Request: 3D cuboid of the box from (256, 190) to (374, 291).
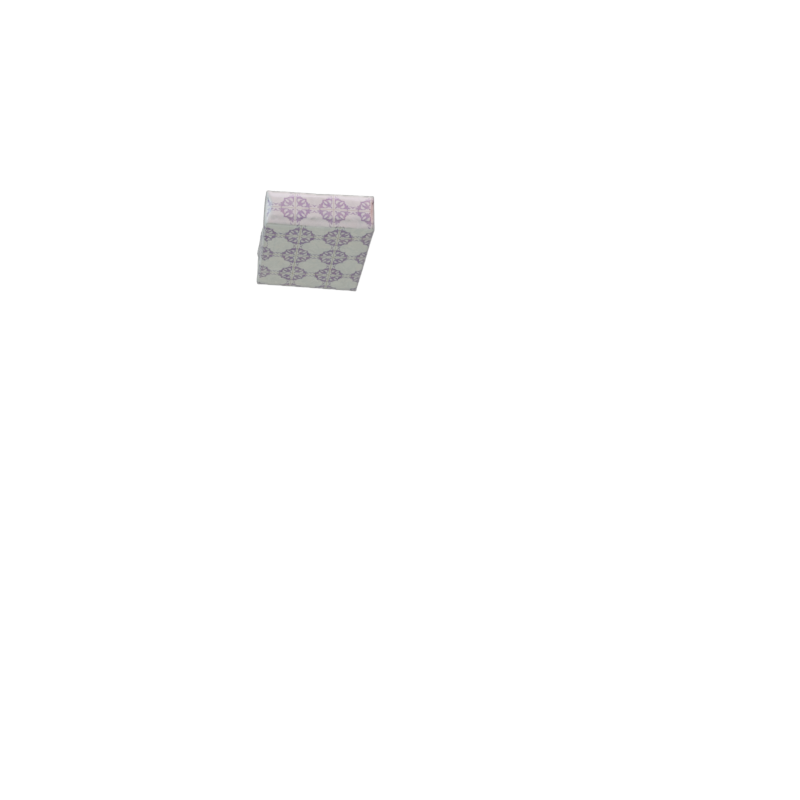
[{"bbox_3d":[-0.060,-0.109,0.767,0.072,0.032,0.085,3,-25,-8],"label":"box"}]
